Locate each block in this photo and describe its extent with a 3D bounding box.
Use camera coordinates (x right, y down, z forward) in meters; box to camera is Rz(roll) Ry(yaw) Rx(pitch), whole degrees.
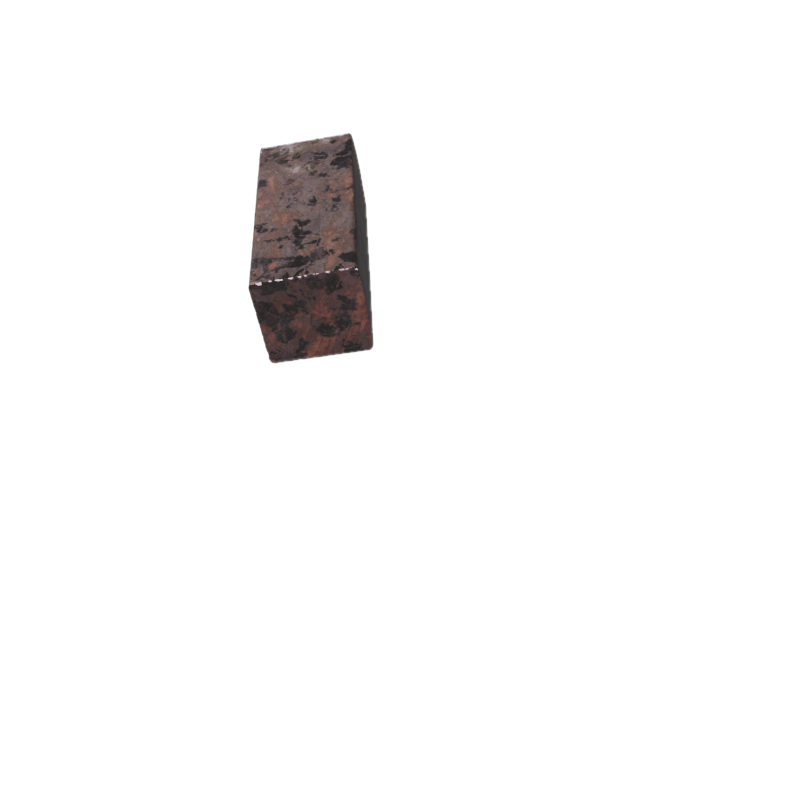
[{"bbox_3d":[-0.076,-0.139,0.979,0.091,0.083,0.221,-9,41,4],"label":"block"}]
